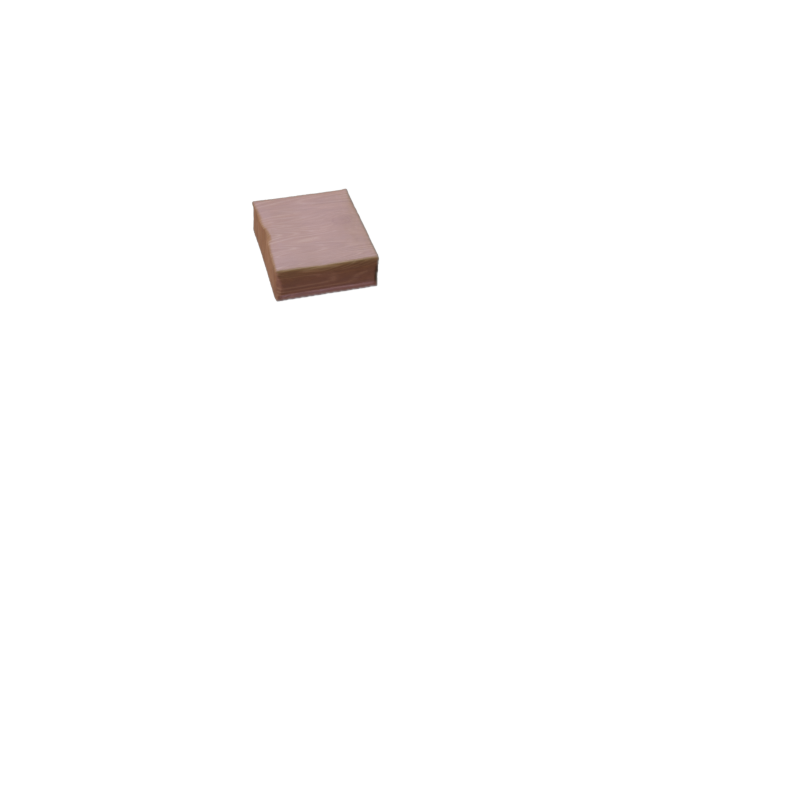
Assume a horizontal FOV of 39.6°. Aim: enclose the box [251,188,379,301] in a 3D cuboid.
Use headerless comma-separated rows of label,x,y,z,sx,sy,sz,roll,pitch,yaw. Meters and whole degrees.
box,-0.062,-0.113,0.788,0.072,0.028,0.097,-10,43,-11
